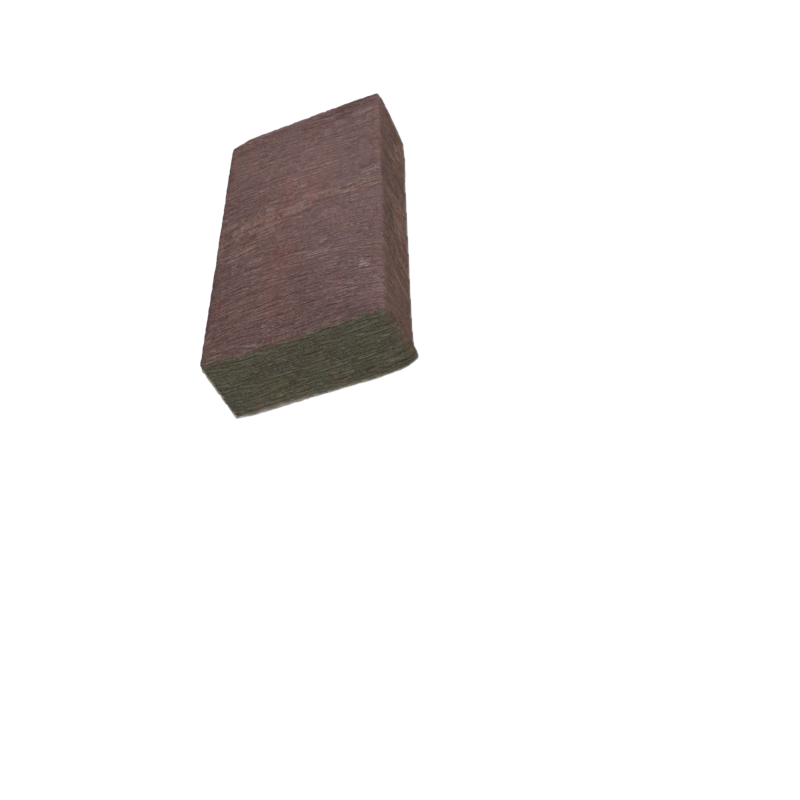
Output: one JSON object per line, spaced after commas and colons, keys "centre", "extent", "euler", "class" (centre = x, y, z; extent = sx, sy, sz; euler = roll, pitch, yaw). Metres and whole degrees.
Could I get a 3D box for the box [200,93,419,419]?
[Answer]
{"centre": [-0.044, -0.080, 0.558], "extent": [0.094, 0.189, 0.044], "euler": [-18, -46, 14], "class": "box"}
